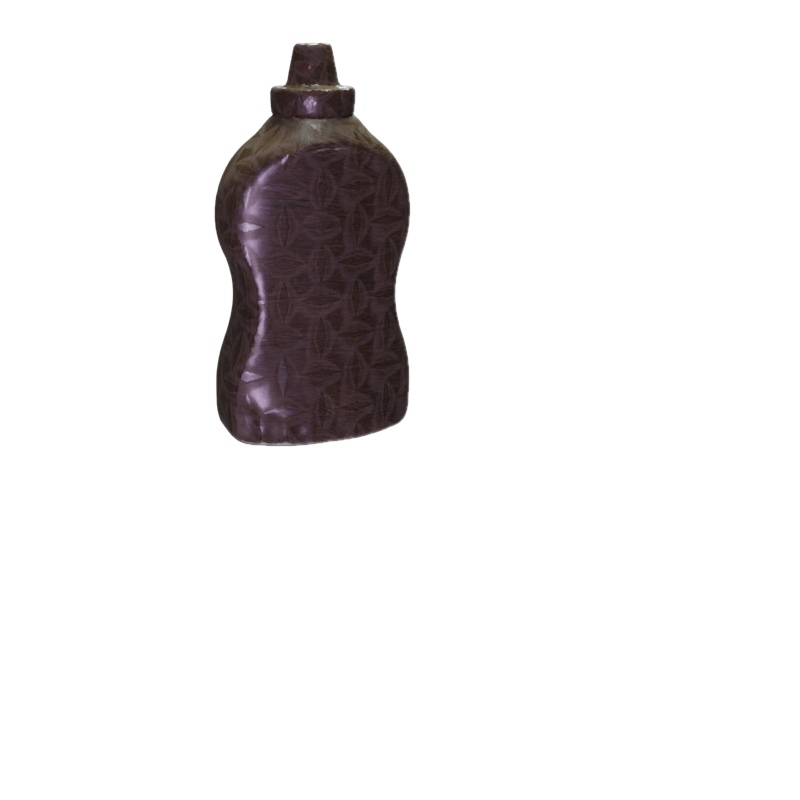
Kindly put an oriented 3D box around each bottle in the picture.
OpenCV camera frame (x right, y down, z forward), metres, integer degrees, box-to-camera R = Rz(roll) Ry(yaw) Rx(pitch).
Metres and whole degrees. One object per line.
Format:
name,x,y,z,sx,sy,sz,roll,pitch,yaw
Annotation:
bottle,-0.043,-0.078,0.544,0.094,0.186,0.061,-4,14,-19
